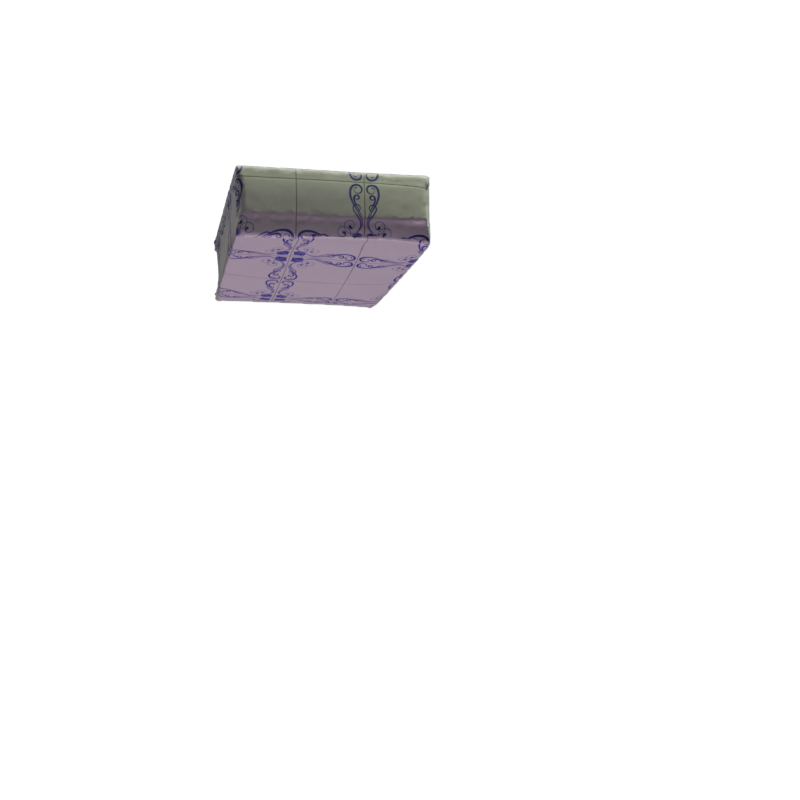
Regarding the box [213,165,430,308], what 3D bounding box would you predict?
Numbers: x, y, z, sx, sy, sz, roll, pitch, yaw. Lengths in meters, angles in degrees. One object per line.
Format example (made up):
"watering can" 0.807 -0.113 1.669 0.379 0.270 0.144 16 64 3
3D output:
"box" -0.042 -0.077 0.542 0.088 0.040 0.111 3 -14 -13
